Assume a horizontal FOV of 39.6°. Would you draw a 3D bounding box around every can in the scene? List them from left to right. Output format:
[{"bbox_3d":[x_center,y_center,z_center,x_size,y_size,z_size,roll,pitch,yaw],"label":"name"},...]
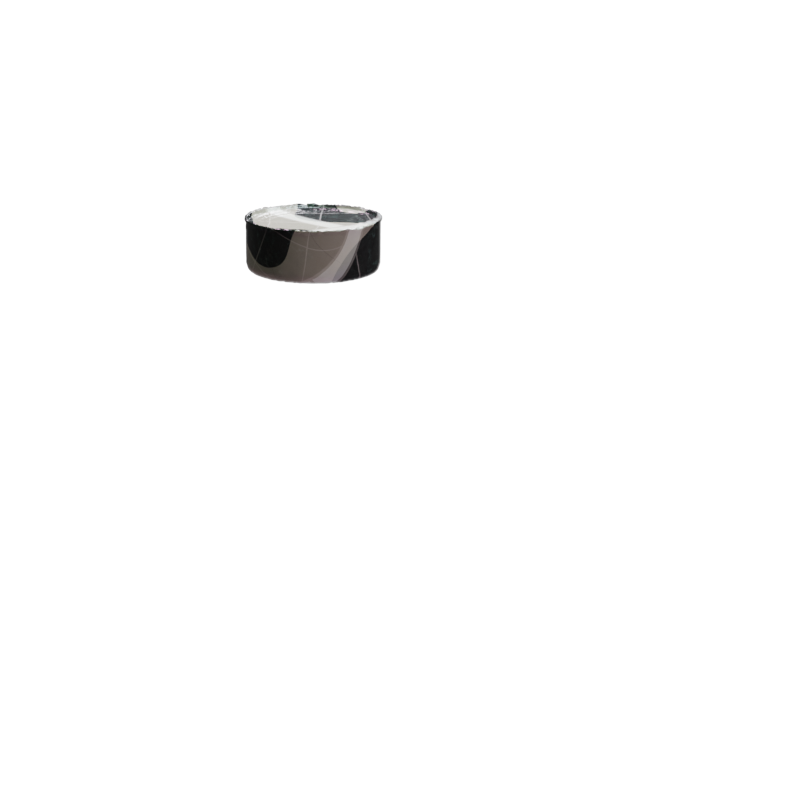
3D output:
[{"bbox_3d":[-0.054,-0.099,0.696,0.086,0.032,0.089,-1,19,-2],"label":"can"}]
